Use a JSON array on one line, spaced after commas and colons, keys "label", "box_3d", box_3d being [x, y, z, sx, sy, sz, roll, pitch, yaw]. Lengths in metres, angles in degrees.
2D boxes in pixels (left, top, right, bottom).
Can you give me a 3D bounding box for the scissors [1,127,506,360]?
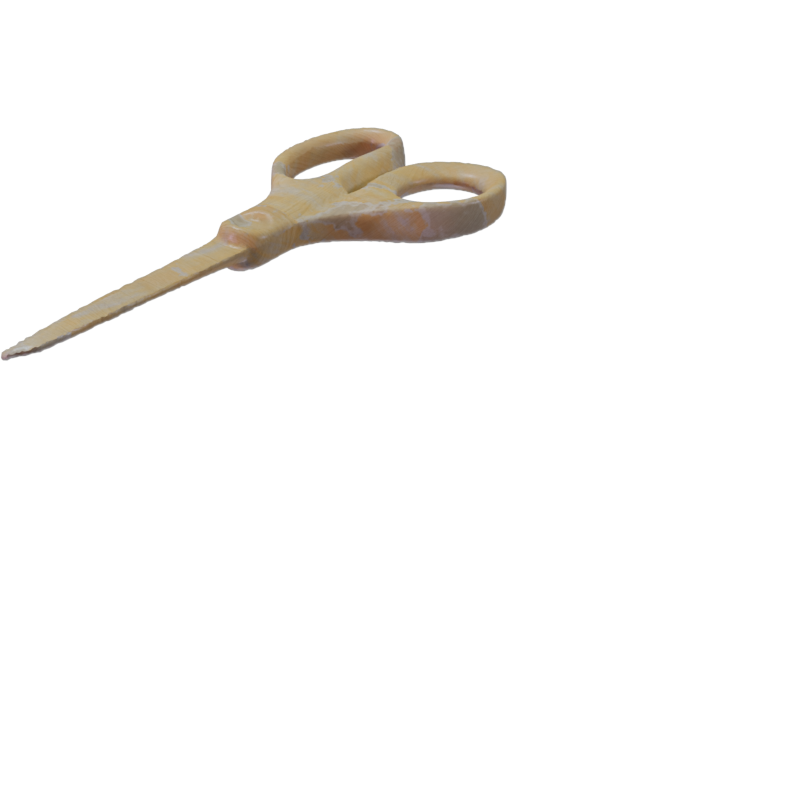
[{"label": "scissors", "box_3d": [-0.028, -0.051, 0.359, 0.099, 0.015, 0.207, 10, 32, 16]}]
